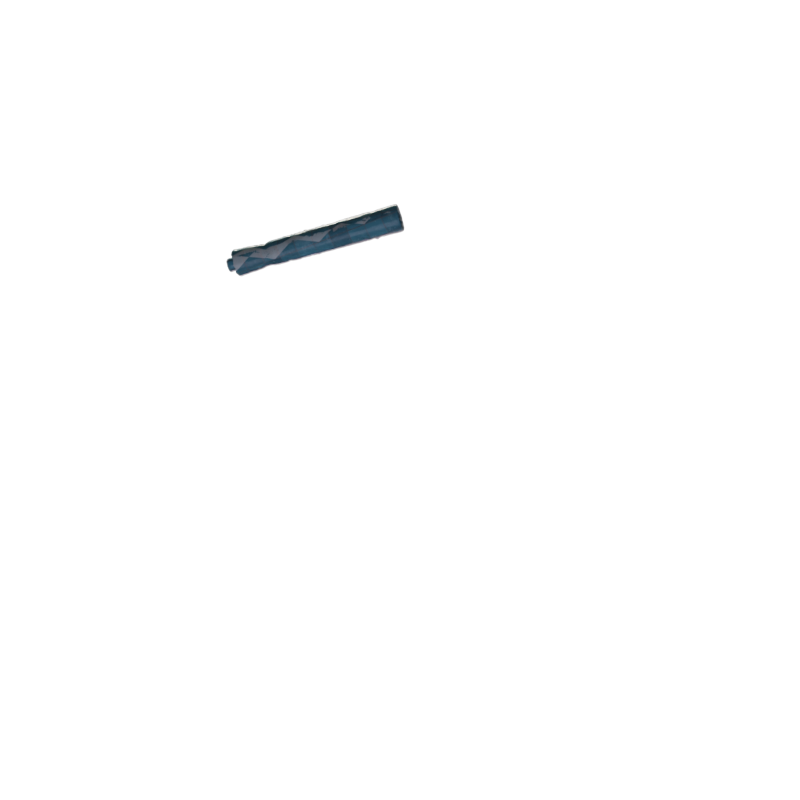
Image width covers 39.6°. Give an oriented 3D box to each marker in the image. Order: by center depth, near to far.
[{"bbox_3d":[-0.058,-0.105,0.739,0.122,0.020,0.020,-14,2,11],"label":"marker"}]
